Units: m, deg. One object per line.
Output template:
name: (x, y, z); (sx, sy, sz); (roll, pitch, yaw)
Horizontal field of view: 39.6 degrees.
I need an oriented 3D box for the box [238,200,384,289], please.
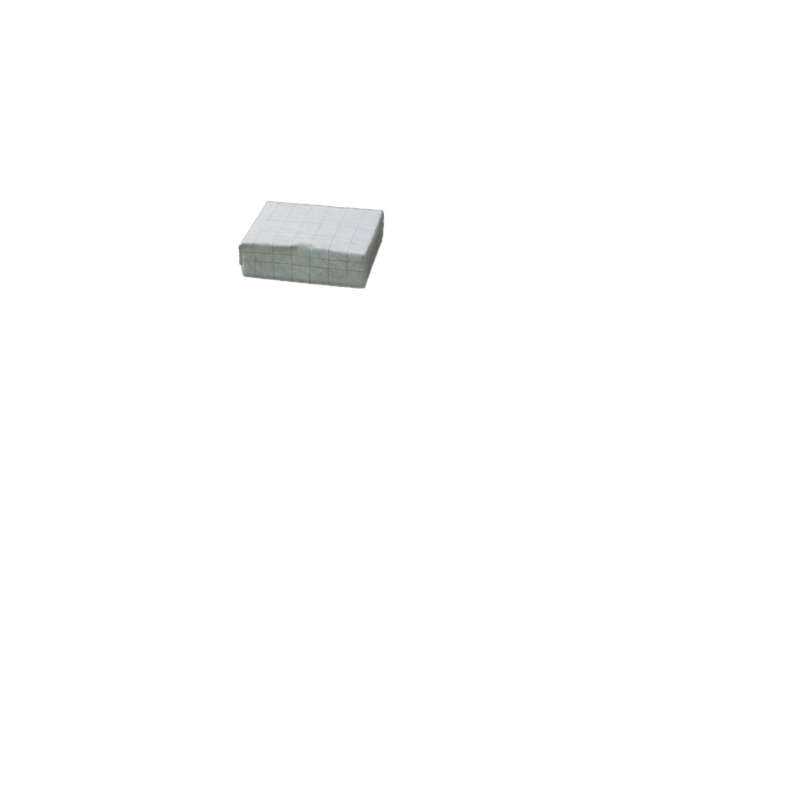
box: (-0.061, -0.111, 0.775); (0.091, 0.028, 0.076); (6, 32, 9)
